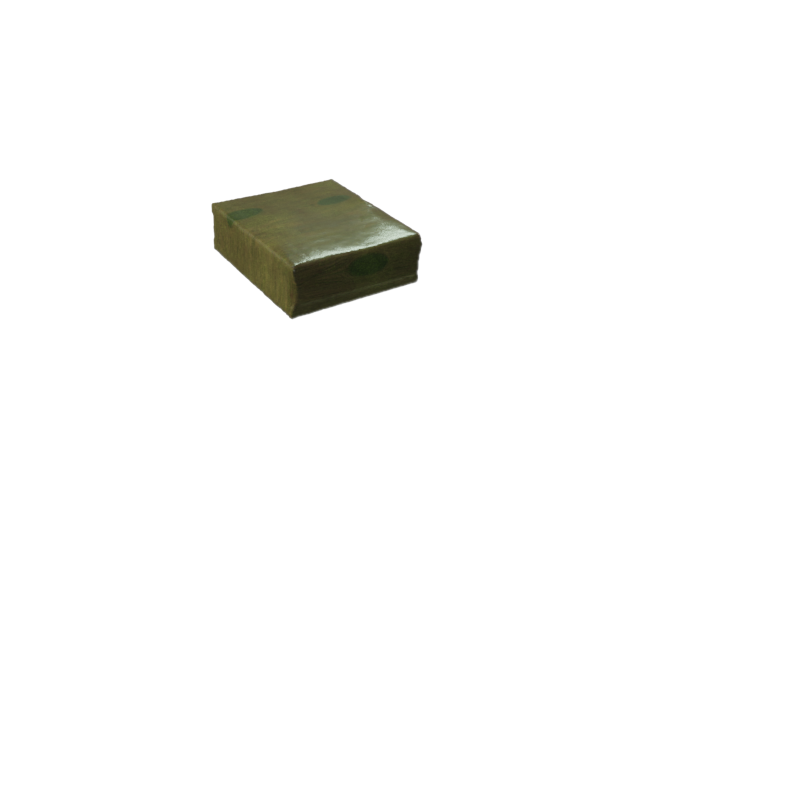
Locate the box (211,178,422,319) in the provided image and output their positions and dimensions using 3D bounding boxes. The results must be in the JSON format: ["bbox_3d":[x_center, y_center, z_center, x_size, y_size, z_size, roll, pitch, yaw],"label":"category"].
[{"bbox_3d":[-0.044,-0.080,0.558,0.072,0.028,0.096,-17,35,-27],"label":"box"}]
